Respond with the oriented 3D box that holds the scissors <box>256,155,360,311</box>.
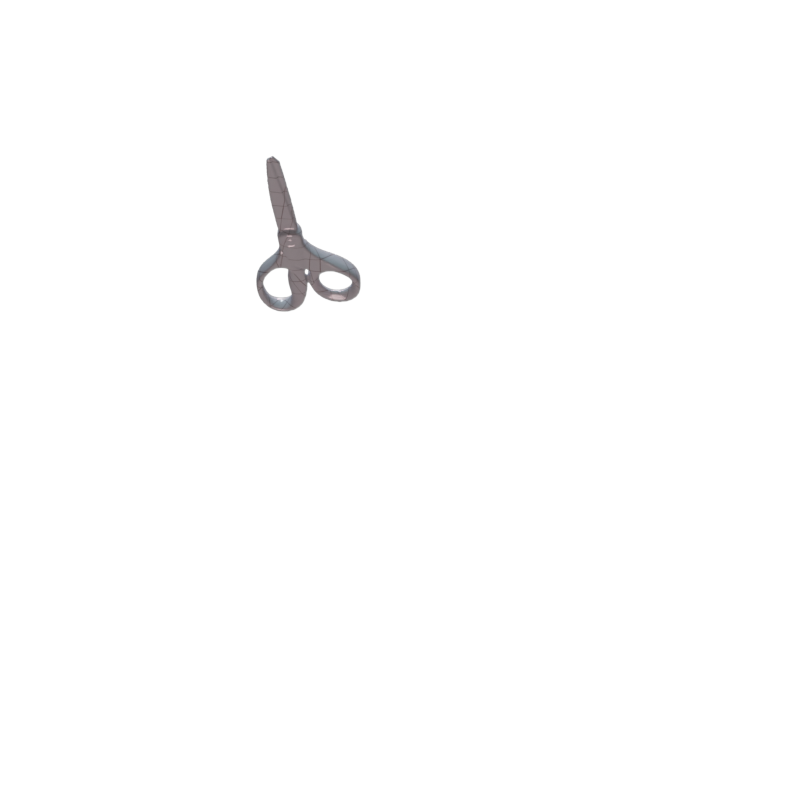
[{"bbox_3d":[-0.069,-0.125,0.876,0.095,0.017,0.192,6,-29,-10],"label":"scissors"}]
